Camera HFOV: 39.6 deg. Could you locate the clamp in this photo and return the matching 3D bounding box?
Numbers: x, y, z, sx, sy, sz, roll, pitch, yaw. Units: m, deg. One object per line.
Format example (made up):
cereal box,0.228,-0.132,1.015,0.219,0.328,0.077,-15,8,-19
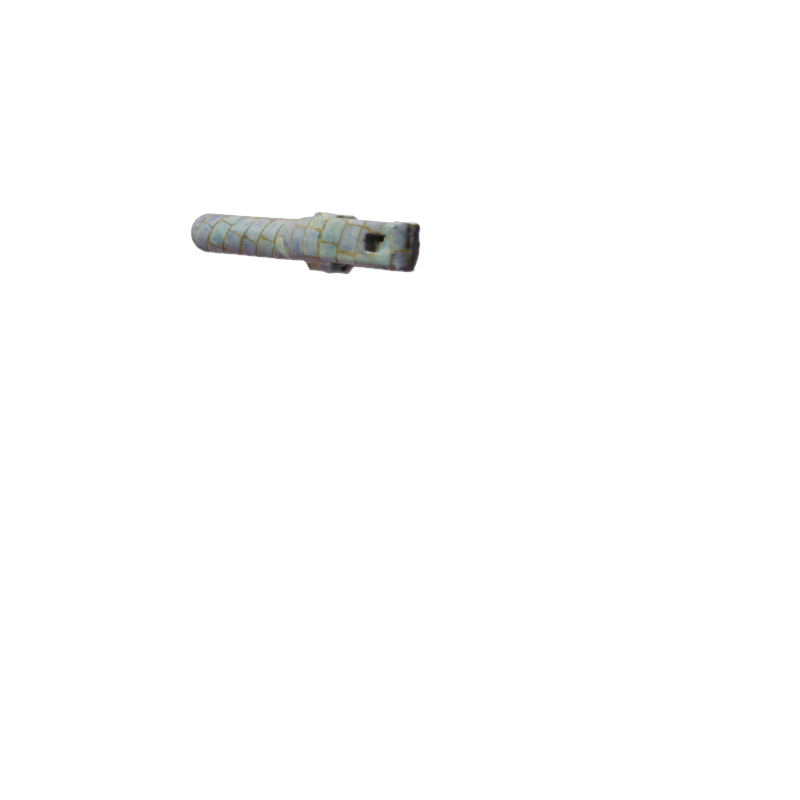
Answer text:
clamp,-0.053,-0.096,0.673,0.117,0.039,0.177,-2,6,-25
